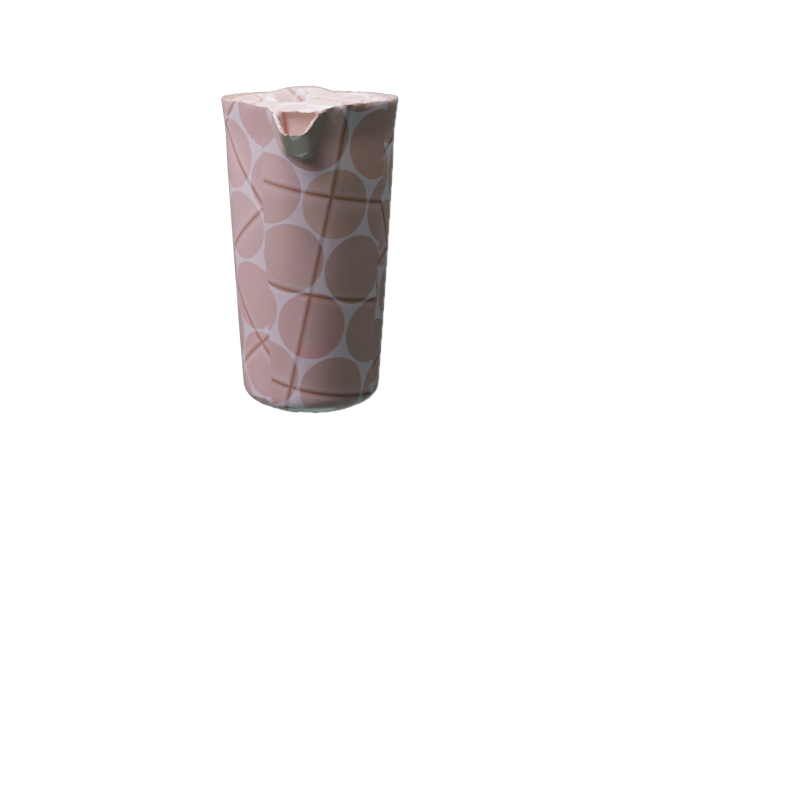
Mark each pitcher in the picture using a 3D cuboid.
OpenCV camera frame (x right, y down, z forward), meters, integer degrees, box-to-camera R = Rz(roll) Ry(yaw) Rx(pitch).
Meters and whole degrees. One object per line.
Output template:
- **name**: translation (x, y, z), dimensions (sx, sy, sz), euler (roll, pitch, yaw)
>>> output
- **pitcher**: translation (-0.068, -0.124, 0.869), dimensions (0.145, 0.235, 0.153), euler (-12, 19, -39)
